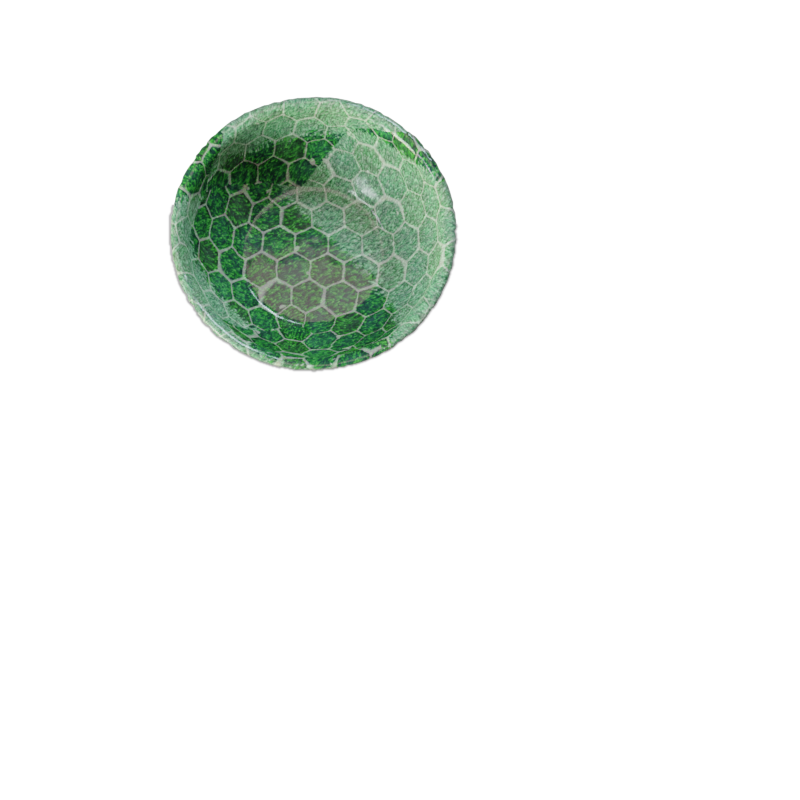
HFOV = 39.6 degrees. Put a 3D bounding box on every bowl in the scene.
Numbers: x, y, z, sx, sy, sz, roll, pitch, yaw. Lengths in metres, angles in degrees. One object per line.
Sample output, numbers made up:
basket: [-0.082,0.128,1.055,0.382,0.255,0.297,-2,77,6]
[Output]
bowl: [-0.051,-0.093,0.648,0.162,0.168,0.053,-1,-16,-1]
